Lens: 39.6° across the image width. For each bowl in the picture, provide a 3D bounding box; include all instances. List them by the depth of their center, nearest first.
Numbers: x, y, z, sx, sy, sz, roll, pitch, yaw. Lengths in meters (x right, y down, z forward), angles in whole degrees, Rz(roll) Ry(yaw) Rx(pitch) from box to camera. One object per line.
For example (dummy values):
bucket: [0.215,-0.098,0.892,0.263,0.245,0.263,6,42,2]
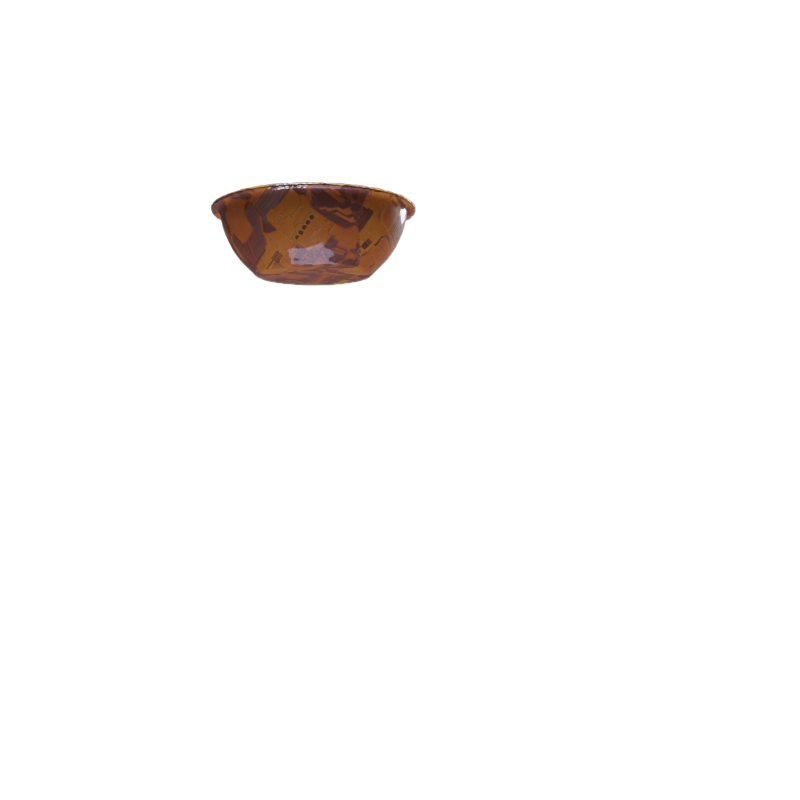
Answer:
bowl: [-0.068,-0.124,0.871,0.162,0.056,0.159,0,-5,-2]
